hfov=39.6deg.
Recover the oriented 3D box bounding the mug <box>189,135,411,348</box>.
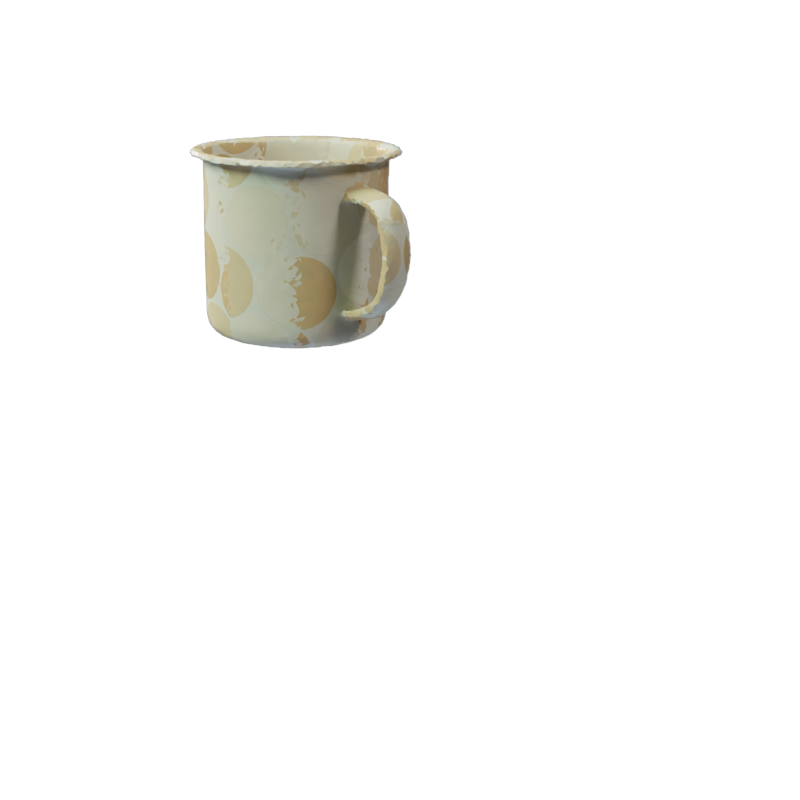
[{"bbox_3d":[-0.038,-0.070,0.487,0.091,0.079,0.124,-14,22,-40],"label":"mug"}]
